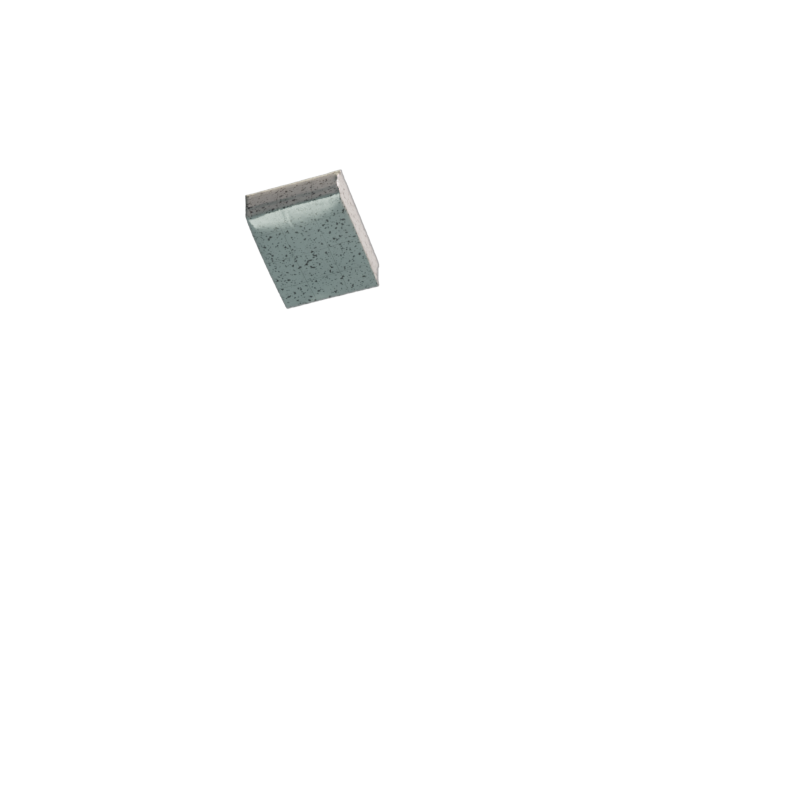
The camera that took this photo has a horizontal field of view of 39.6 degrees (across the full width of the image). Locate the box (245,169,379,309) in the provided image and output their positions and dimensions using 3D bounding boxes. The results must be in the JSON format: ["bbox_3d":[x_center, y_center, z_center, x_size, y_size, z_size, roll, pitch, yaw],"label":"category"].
[{"bbox_3d":[-0.076,-0.139,0.971,0.090,0.105,0.042,-13,42,11],"label":"box"}]
